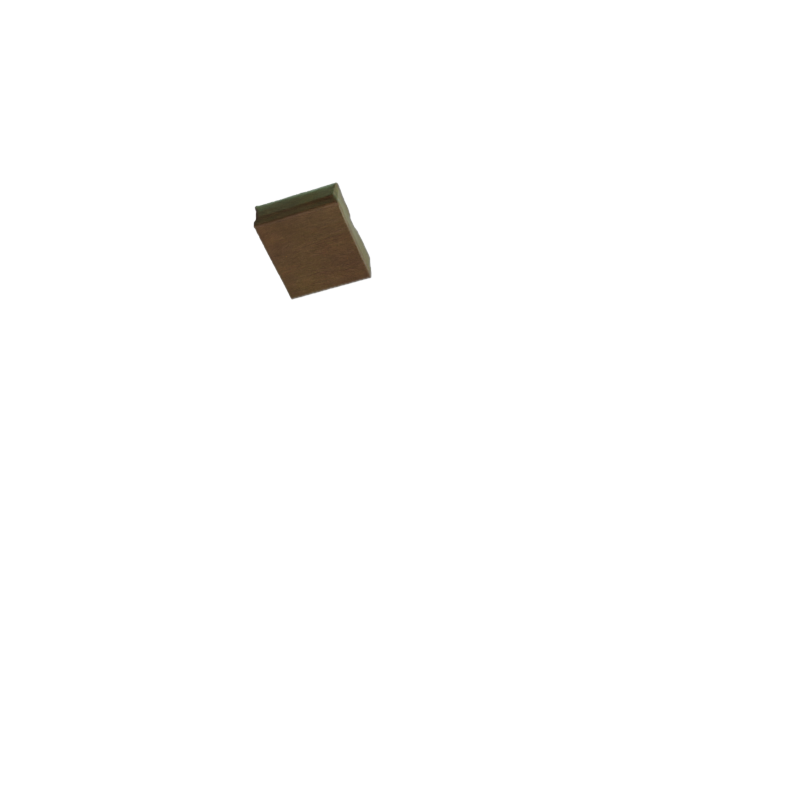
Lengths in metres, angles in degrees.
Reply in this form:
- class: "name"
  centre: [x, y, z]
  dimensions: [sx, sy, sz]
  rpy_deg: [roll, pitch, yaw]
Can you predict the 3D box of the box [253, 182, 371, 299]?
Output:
- class: "box"
  centre: [-0.072, -0.131, 0.920]
  dimensions: [0.074, 0.082, 0.032]
  rpy_deg: [-15, 40, 12]
